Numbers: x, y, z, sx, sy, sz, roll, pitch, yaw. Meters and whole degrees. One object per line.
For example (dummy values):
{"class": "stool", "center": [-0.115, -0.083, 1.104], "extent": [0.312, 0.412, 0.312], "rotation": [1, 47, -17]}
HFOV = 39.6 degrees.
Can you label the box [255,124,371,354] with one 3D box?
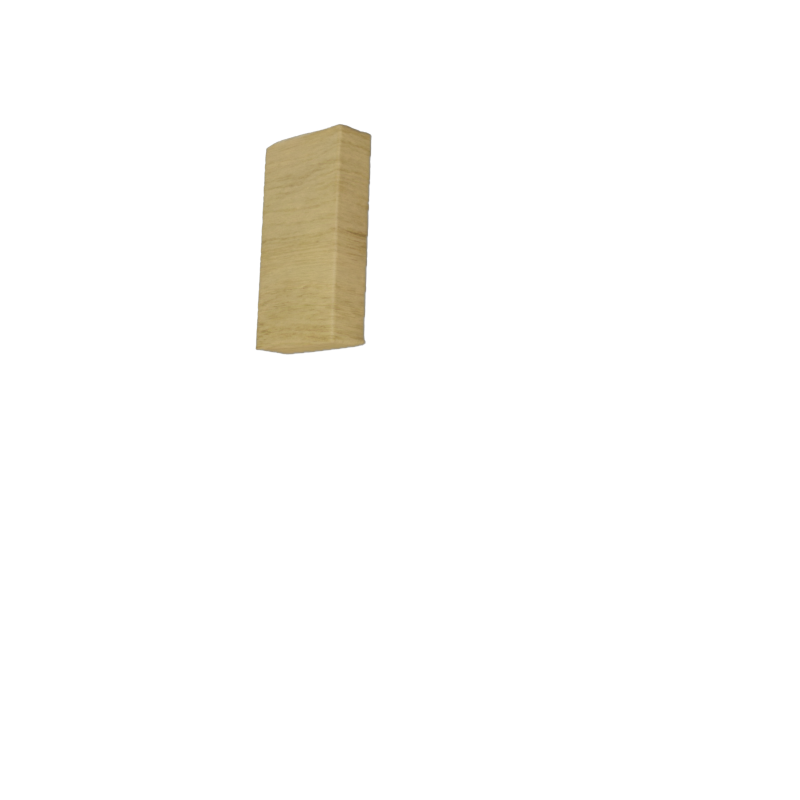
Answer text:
{"class": "box", "center": [-0.071, -0.129, 0.904], "extent": [0.096, 0.181, 0.046], "rotation": [-10, -14, 43]}
